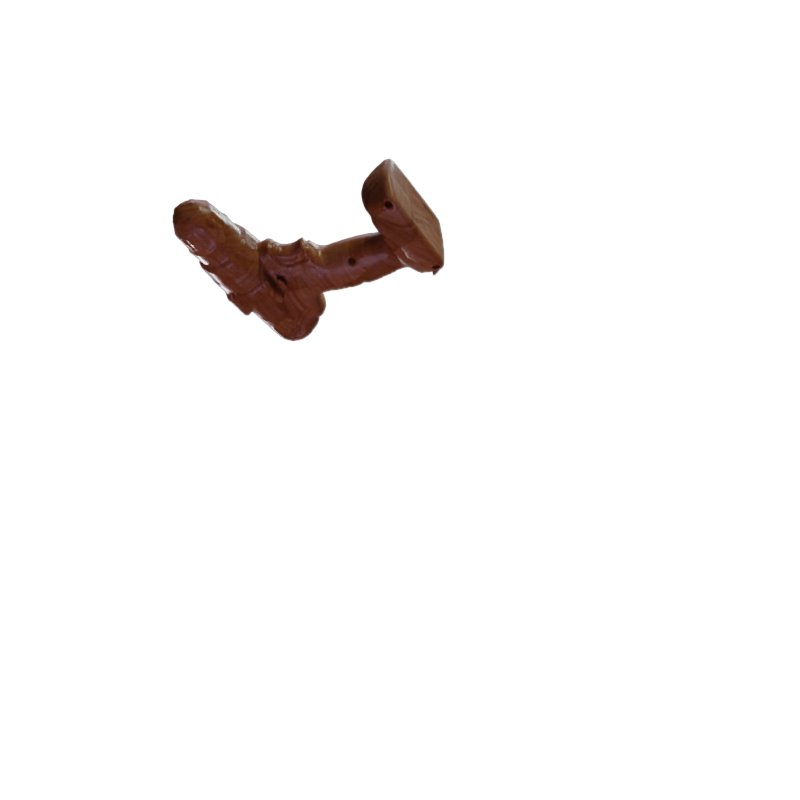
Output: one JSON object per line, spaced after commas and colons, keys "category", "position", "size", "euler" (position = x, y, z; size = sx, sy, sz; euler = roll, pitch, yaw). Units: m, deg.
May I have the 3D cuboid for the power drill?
{"category": "power drill", "position": [-0.072, -0.132, 0.924], "size": [0.189, 0.061, 0.170], "euler": [-18, -38, 24]}
